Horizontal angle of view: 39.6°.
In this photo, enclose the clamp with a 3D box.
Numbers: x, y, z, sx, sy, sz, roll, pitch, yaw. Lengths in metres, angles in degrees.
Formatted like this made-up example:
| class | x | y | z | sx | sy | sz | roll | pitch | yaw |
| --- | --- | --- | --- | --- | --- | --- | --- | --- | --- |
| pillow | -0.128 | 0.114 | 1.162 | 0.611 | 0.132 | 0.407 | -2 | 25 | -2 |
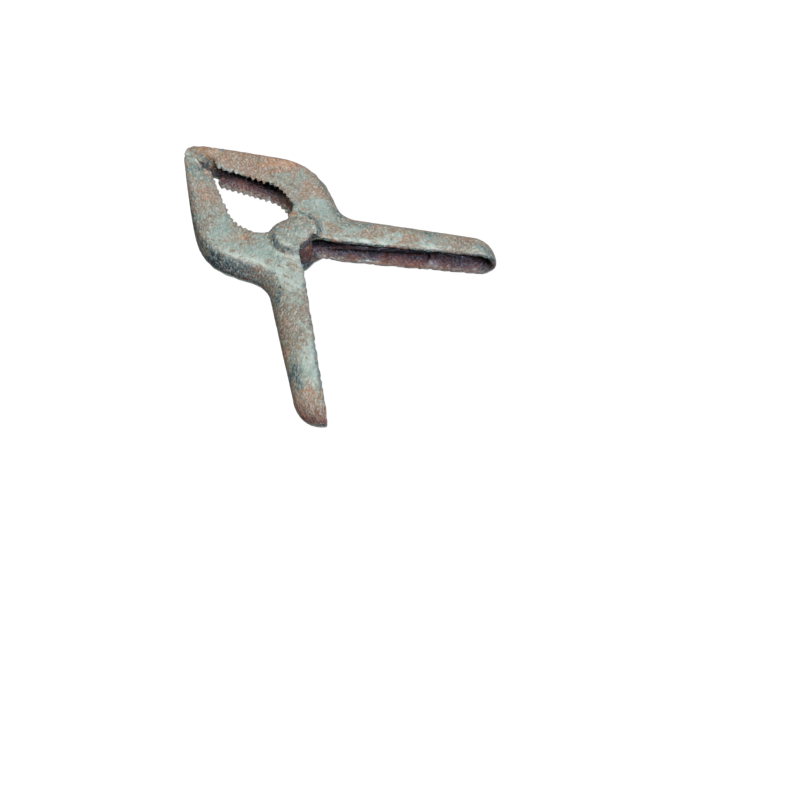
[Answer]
| class | x | y | z | sx | sy | sz | roll | pitch | yaw |
| --- | --- | --- | --- | --- | --- | --- | --- | --- | --- |
| clamp | -0.056 | -0.101 | 0.709 | 0.165 | 0.223 | 0.034 | -35 | -26 | -20 |
